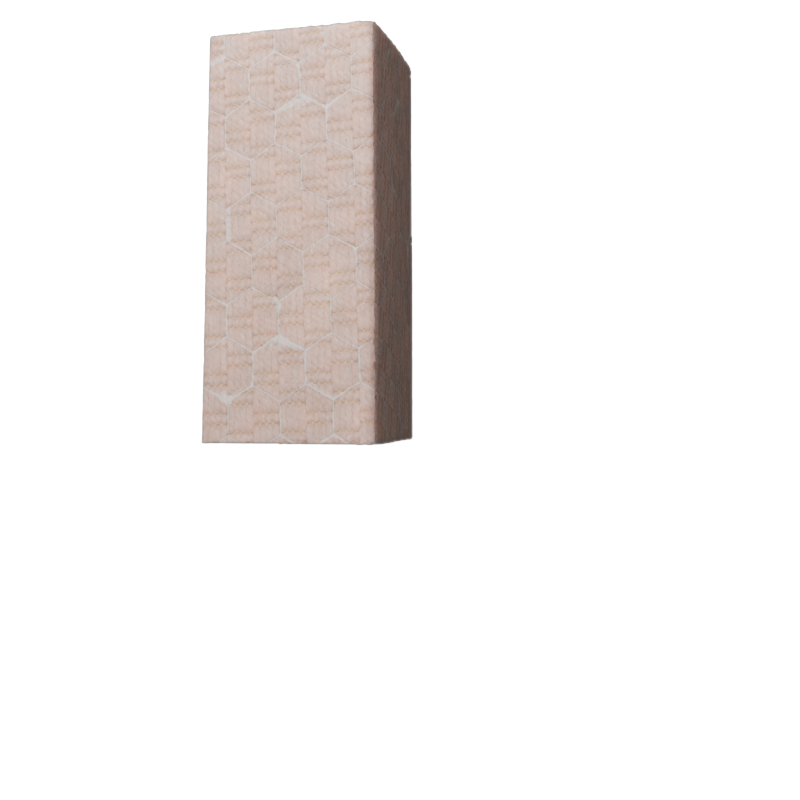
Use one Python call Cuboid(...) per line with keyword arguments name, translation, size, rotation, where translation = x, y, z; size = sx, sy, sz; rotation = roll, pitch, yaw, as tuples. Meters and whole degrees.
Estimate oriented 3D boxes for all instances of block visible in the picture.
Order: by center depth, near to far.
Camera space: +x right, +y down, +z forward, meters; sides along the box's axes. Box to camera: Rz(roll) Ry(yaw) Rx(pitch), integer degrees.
Cuboid(name="block", translation=(-0.045, -0.083, 0.582), size=(0.092, 0.210, 0.087), rotation=(-2, -7, 15))
